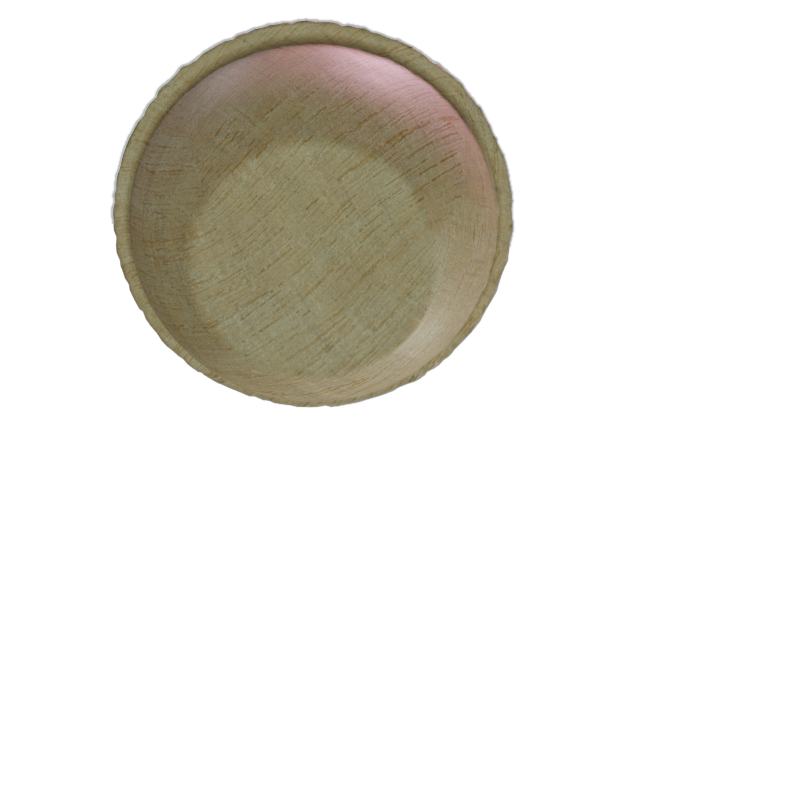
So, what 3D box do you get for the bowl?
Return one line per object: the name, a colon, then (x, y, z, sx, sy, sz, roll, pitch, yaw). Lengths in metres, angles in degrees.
bowl: (-0.033, -0.061, 0.424, 0.162, 0.155, 0.057, 0, 19, -1)
